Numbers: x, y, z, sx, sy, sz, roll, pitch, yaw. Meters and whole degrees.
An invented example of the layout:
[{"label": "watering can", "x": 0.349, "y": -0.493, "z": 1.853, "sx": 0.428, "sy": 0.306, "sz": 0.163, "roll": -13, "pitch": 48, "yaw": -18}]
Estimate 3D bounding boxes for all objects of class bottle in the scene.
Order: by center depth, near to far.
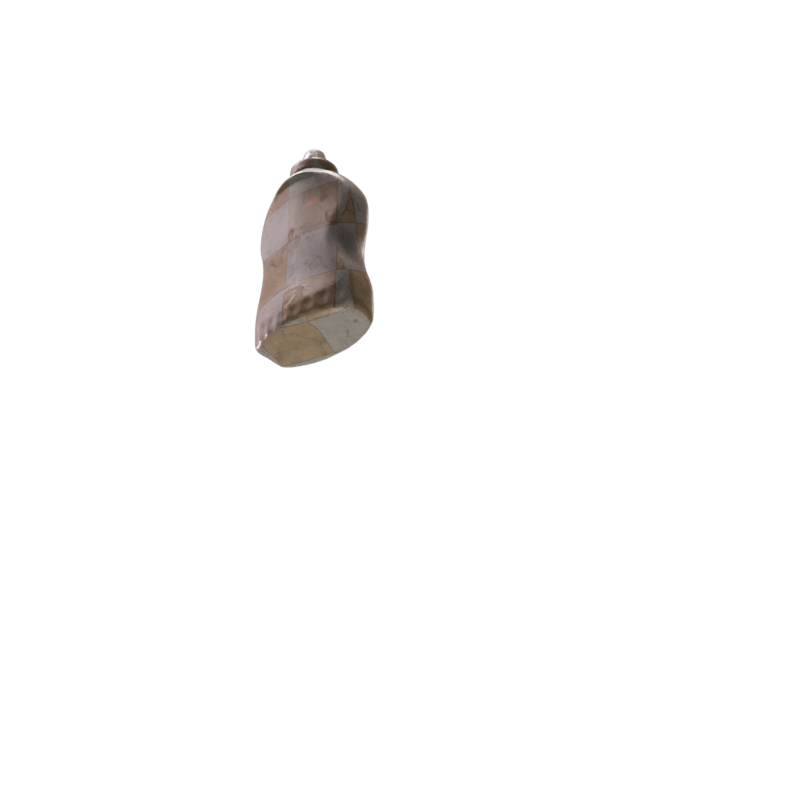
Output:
[{"label": "bottle", "x": -0.068, "y": -0.125, "z": 0.877, "sx": 0.096, "sy": 0.205, "sz": 0.054, "roll": -28, "pitch": -44, "yaw": 30}]
